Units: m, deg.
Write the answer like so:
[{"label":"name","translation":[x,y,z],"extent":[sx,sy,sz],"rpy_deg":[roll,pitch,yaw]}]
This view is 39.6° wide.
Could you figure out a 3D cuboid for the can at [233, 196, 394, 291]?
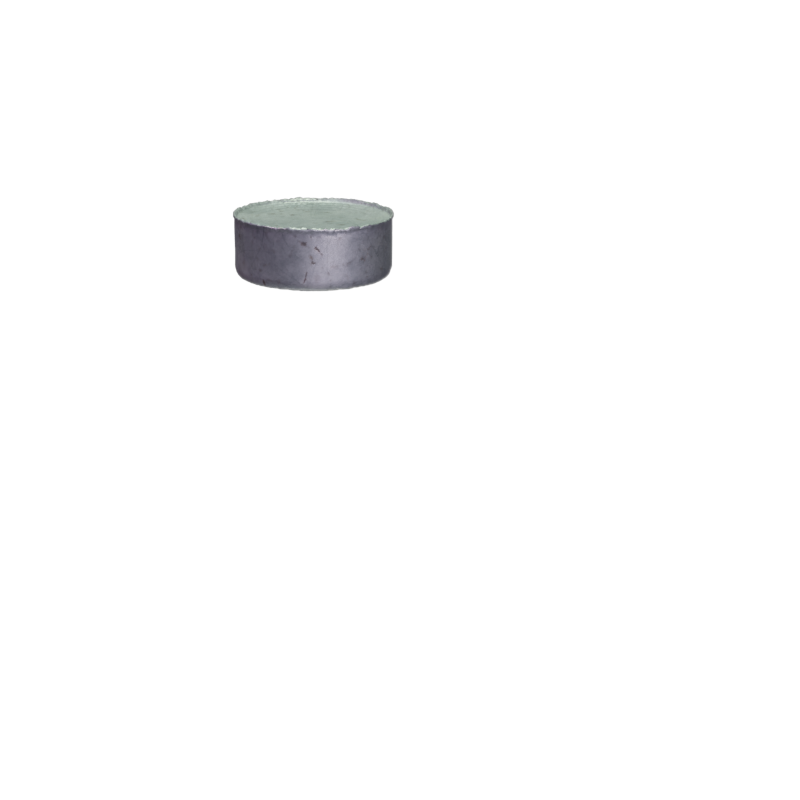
[{"label":"can","translation":[-0.046,-0.085,0.594],"extent":[0.086,0.032,0.089],"rpy_deg":[-1,19,-2]}]
